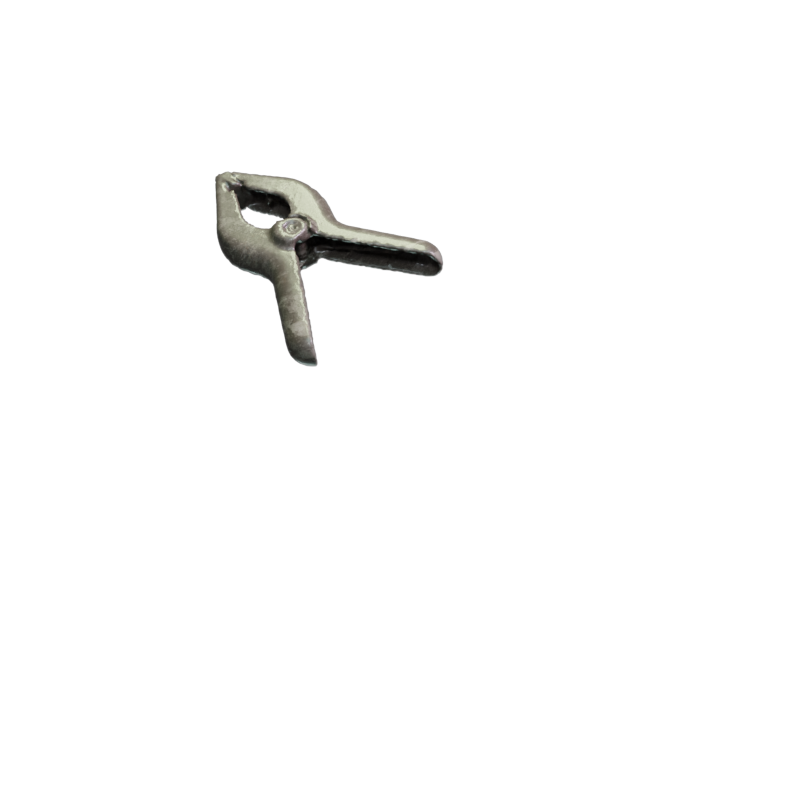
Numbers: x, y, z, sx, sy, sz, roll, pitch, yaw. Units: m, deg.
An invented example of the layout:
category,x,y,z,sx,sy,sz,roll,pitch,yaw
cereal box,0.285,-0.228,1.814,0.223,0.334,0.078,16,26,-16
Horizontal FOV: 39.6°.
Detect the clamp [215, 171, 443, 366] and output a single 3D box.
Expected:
category,x,y,z,sx,sy,sz,roll,pitch,yaw
clamp,-0.058,-0.106,0.739,0.120,0.036,0.185,-26,54,-21
